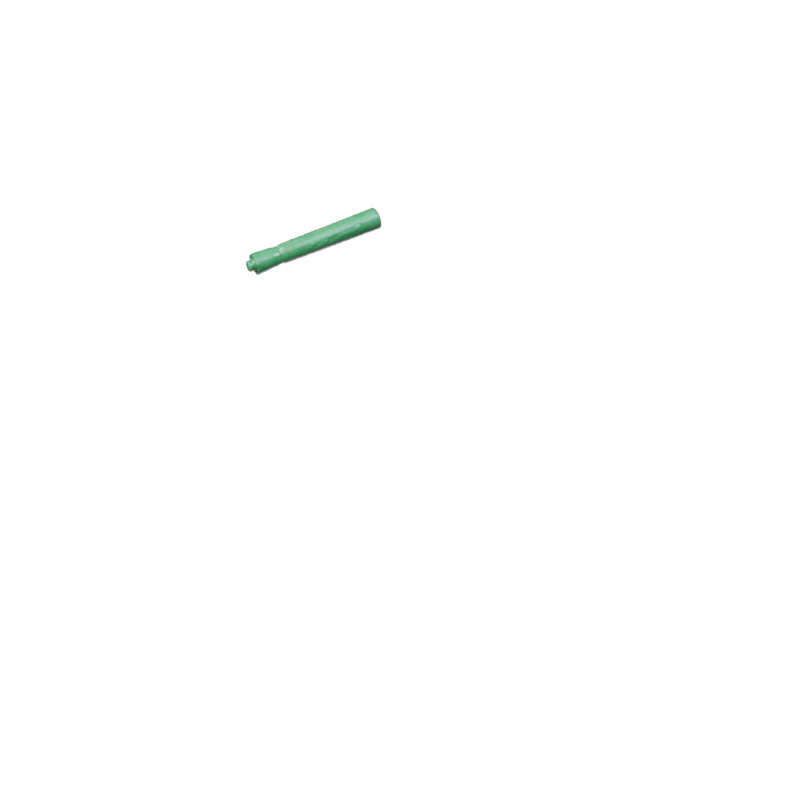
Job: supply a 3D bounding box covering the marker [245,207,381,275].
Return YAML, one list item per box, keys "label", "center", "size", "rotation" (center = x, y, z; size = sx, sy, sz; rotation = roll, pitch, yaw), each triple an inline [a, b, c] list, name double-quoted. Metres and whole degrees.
- label: "marker"
  center: [-0.073, -0.133, 0.929]
  size: [0.120, 0.019, 0.020]
  rotation: [-23, 12, -17]
